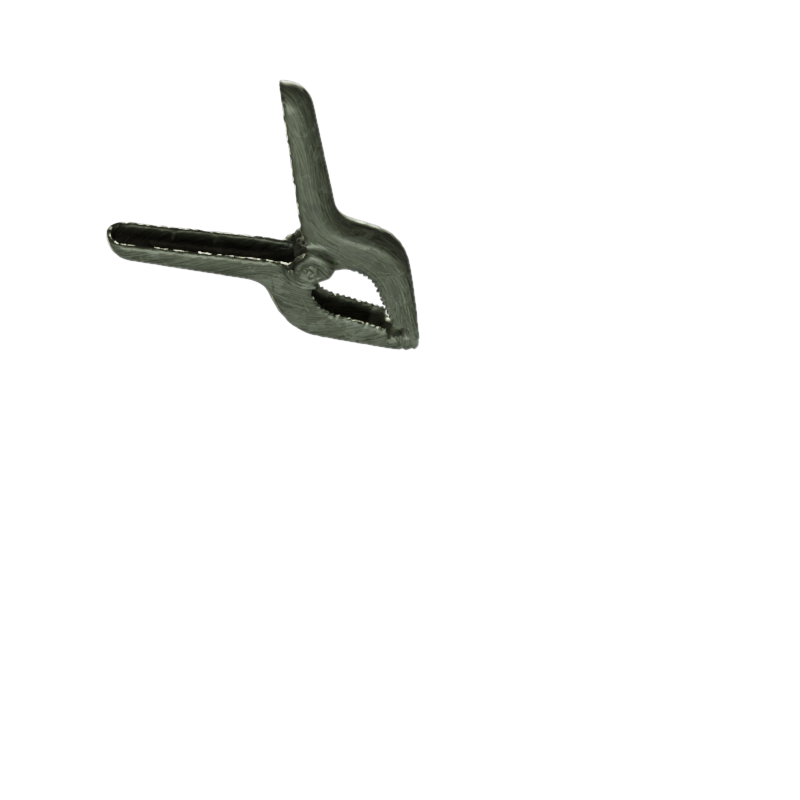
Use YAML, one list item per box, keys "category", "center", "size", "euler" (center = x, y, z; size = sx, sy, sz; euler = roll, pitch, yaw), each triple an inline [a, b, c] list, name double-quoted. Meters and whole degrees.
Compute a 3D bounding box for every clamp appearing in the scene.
- category: "clamp"
  center: [-0.054, -0.099, 0.695]
  size: [0.199, 0.039, 0.162]
  euler: [31, -53, -27]
